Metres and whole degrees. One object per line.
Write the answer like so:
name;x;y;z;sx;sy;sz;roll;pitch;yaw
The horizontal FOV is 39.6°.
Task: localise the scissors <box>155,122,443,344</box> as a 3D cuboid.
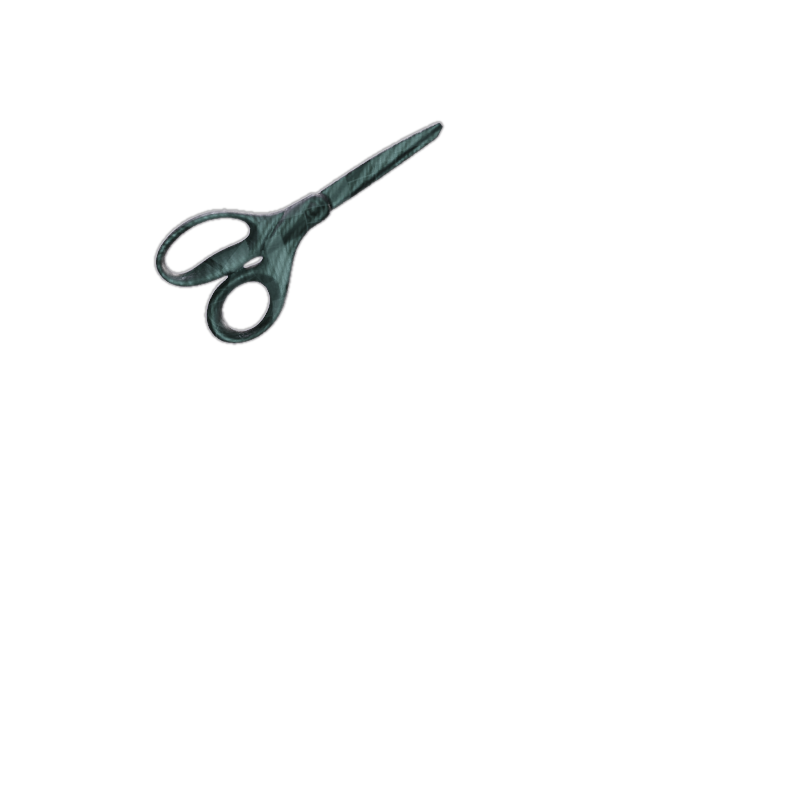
scissors;-0.055;-0.101;0.708;0.202;0.095;0.016;-18;5;1
